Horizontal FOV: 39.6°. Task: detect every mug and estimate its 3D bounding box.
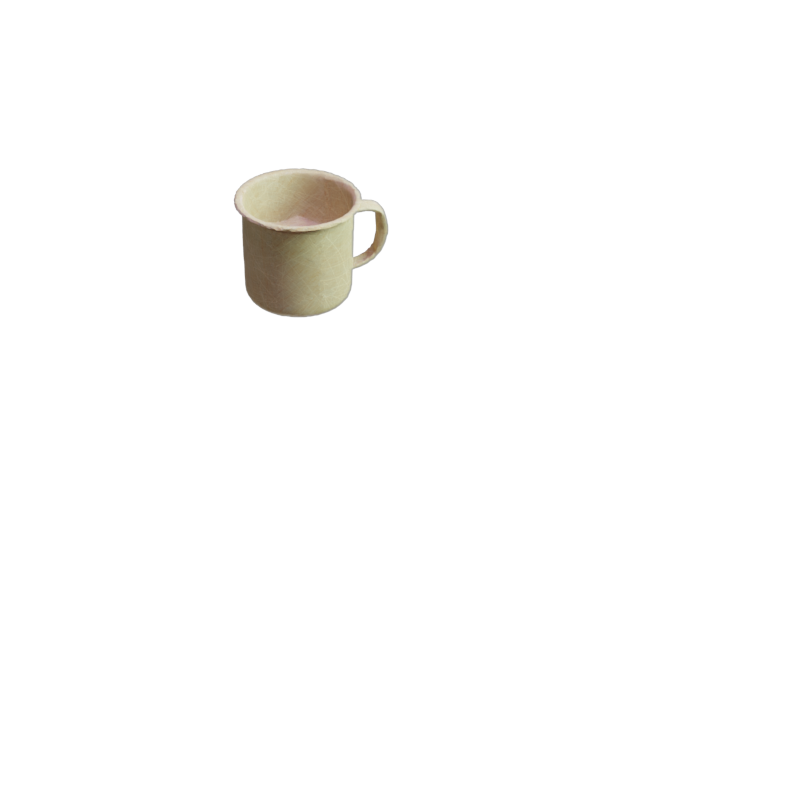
[{"bbox_3d":[-0.065,-0.118,0.828,0.115,0.076,0.101,-13,38,-19],"label":"mug"}]
